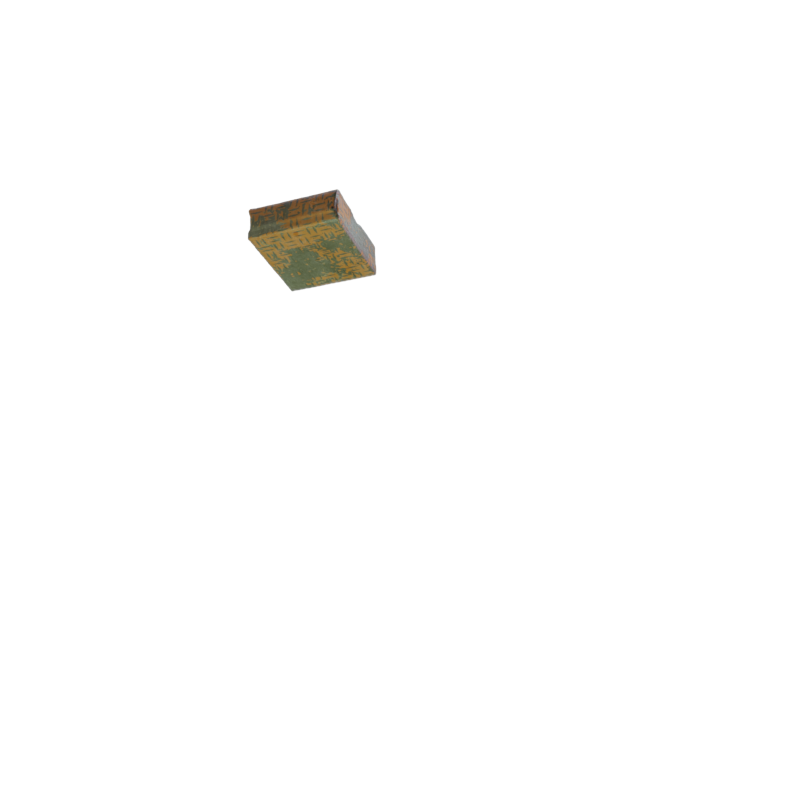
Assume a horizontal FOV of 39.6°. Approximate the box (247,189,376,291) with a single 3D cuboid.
[{"bbox_3d":[-0.067,-0.122,0.854,0.074,0.032,0.083,-10,-29,17],"label":"box"}]
